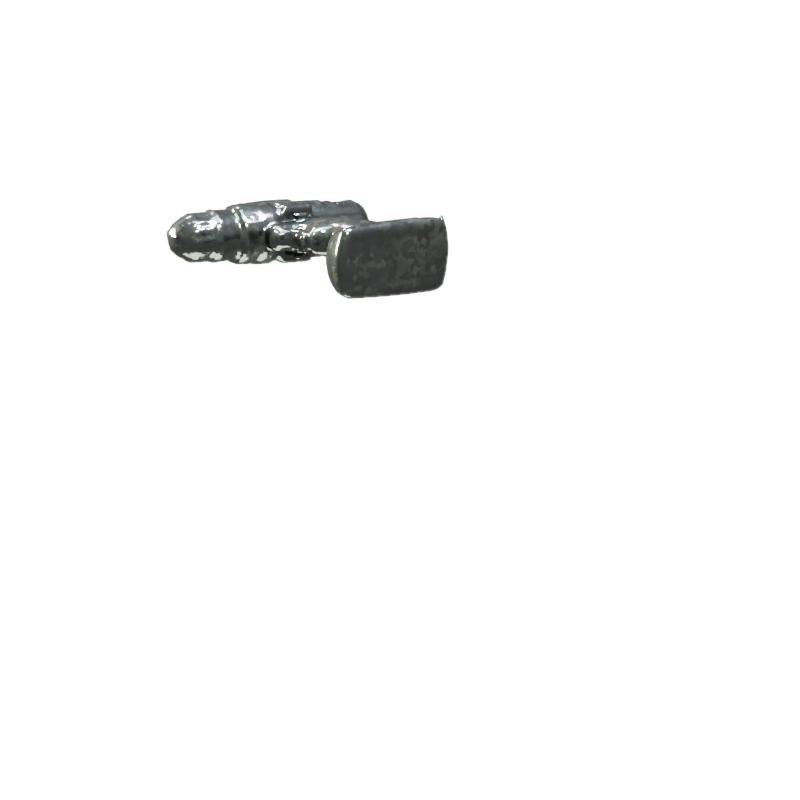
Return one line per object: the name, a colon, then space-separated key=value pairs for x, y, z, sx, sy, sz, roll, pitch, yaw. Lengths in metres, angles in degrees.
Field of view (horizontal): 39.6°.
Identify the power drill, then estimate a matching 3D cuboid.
power drill: x=-0.069 y=-0.125 z=0.875 sx=0.180 sy=0.055 sz=0.199 roll=-12 pitch=22 yaw=-32
